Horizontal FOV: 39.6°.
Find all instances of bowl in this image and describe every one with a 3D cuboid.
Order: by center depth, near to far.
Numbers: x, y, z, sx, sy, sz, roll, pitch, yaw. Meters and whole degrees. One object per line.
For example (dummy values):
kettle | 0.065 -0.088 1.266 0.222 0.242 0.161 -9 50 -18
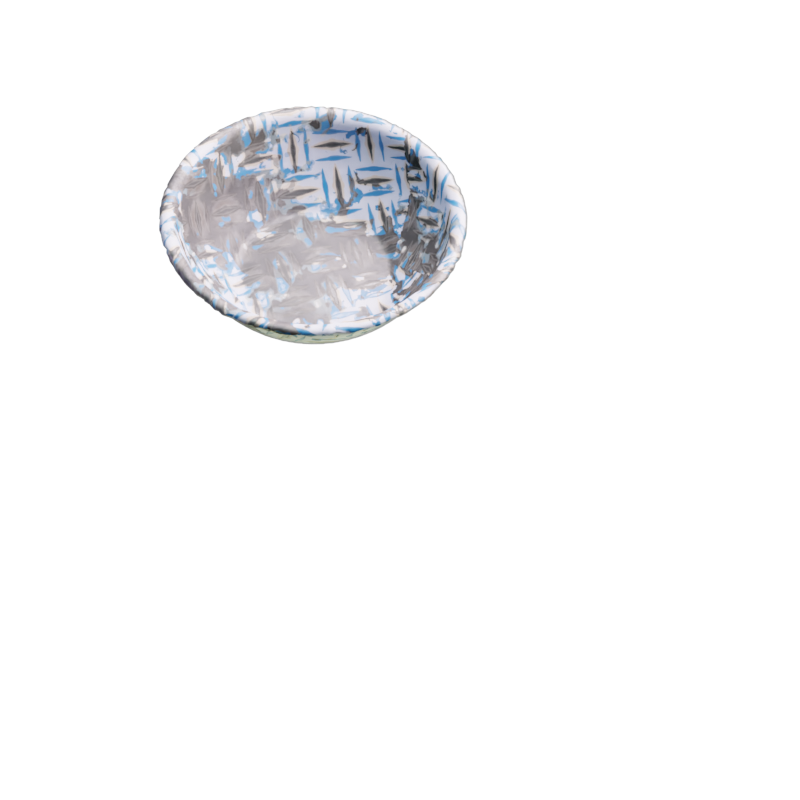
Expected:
bowl | -0.047 -0.086 0.603 0.162 0.174 0.051 -1 -37 -1
